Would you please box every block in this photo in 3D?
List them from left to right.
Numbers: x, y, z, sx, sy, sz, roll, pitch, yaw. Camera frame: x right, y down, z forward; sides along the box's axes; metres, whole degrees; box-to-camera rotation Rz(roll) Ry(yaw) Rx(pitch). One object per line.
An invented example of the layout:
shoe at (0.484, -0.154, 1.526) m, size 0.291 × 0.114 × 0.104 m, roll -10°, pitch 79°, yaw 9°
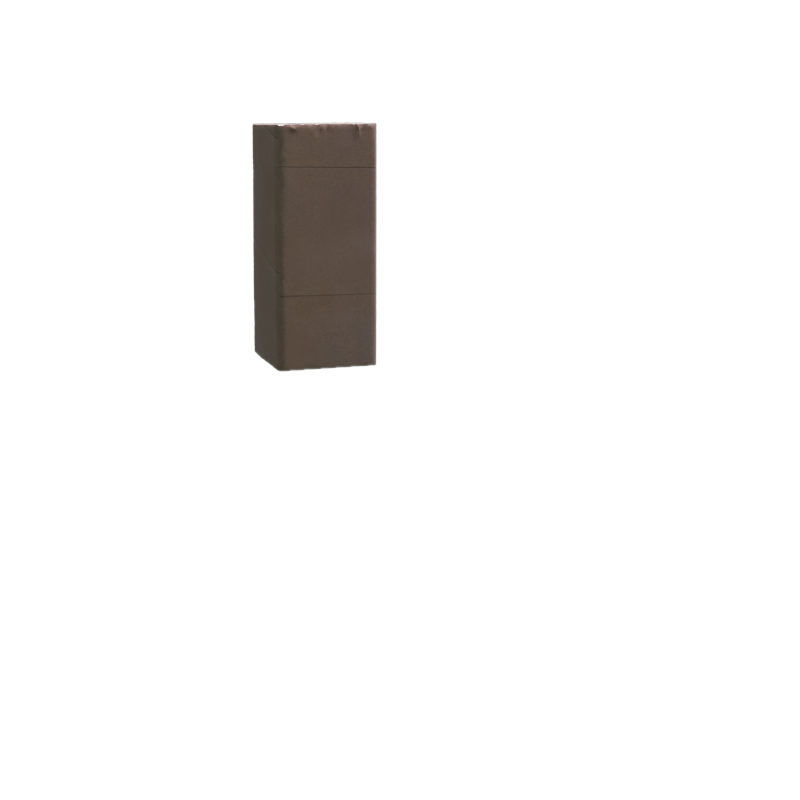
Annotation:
block at (-0.076, -0.138, 0.965) m, size 0.089 × 0.203 × 0.094 m, roll -2°, pitch 8°, yaw -19°
